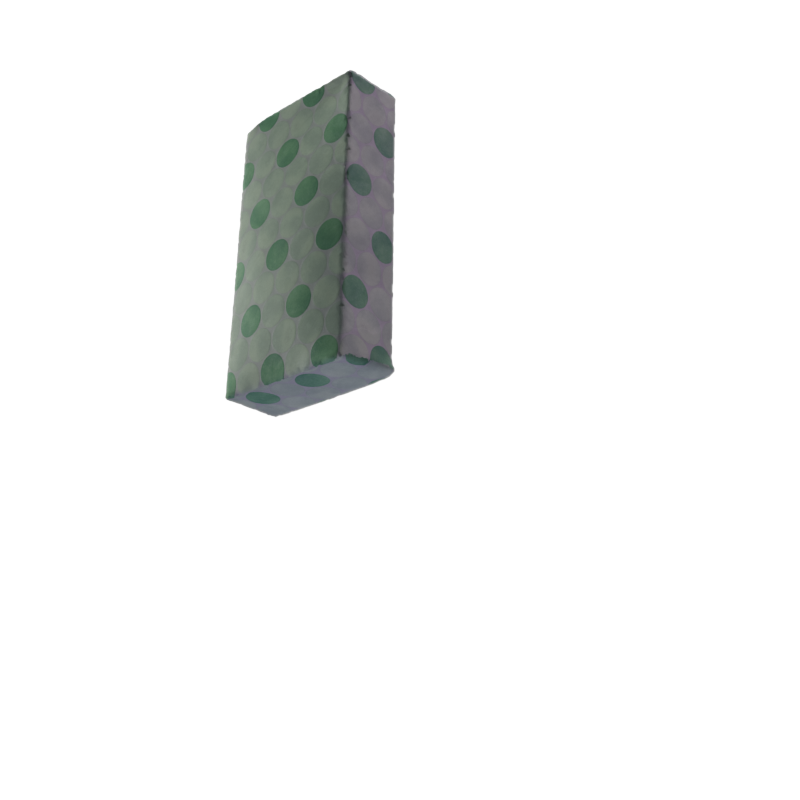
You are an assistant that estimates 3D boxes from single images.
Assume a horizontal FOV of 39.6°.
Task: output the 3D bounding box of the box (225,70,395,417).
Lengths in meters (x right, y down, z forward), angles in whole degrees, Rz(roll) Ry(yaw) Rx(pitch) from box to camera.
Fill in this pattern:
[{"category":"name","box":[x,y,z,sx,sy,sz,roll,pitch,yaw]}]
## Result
[{"category":"box","box":[-0.049,-0.088,0.619,0.094,0.187,0.045,-23,-32,37]}]
